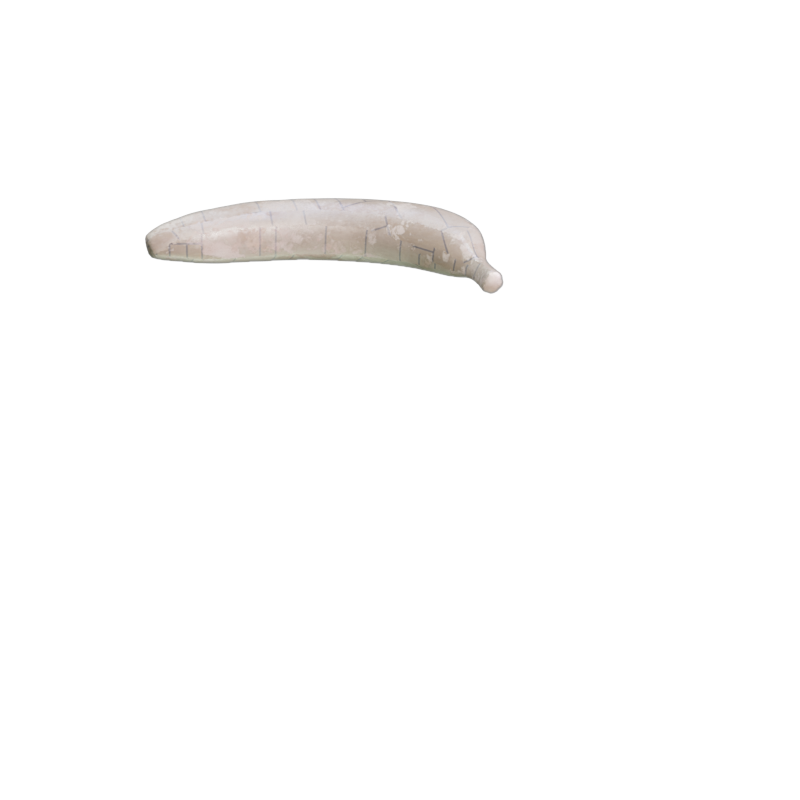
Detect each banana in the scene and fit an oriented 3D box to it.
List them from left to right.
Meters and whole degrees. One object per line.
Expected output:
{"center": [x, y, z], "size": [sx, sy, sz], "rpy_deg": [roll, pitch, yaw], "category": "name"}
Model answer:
{"center": [-0.039, -0.090, 0.609], "size": [0.202, 0.035, 0.070], "rpy_deg": [6, 19, 16], "category": "banana"}
